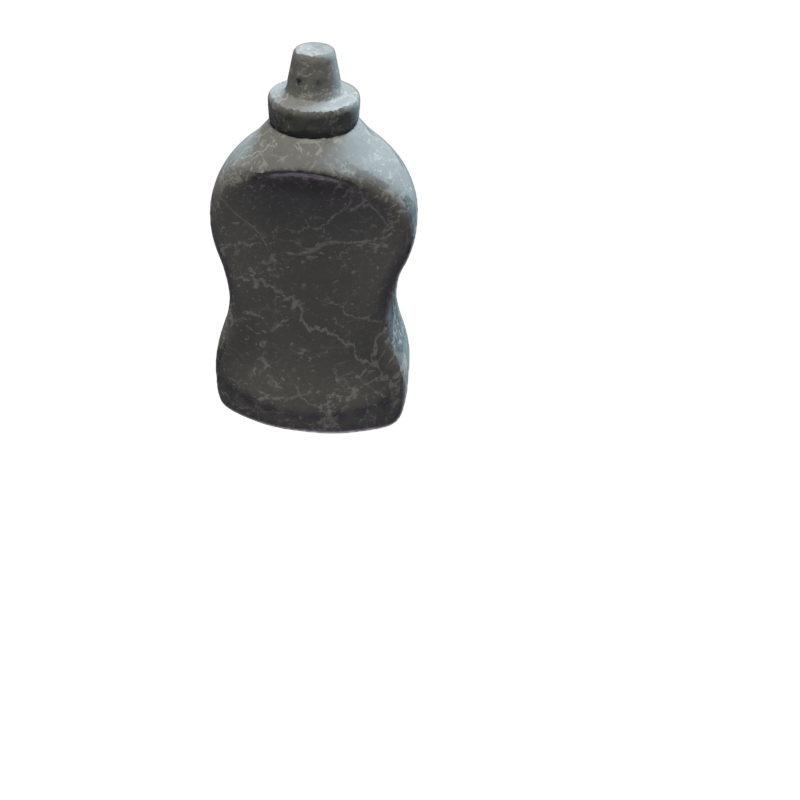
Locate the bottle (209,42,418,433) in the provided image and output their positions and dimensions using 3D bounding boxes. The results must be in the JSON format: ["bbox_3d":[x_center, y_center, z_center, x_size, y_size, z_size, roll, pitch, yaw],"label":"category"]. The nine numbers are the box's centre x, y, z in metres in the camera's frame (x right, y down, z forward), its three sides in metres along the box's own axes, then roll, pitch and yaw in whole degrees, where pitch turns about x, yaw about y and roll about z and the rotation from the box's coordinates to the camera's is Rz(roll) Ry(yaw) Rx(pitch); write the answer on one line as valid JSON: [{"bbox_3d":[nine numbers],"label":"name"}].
[{"bbox_3d":[-0.041,-0.075,0.524,0.097,0.180,0.061,7,33,8],"label":"bottle"}]
